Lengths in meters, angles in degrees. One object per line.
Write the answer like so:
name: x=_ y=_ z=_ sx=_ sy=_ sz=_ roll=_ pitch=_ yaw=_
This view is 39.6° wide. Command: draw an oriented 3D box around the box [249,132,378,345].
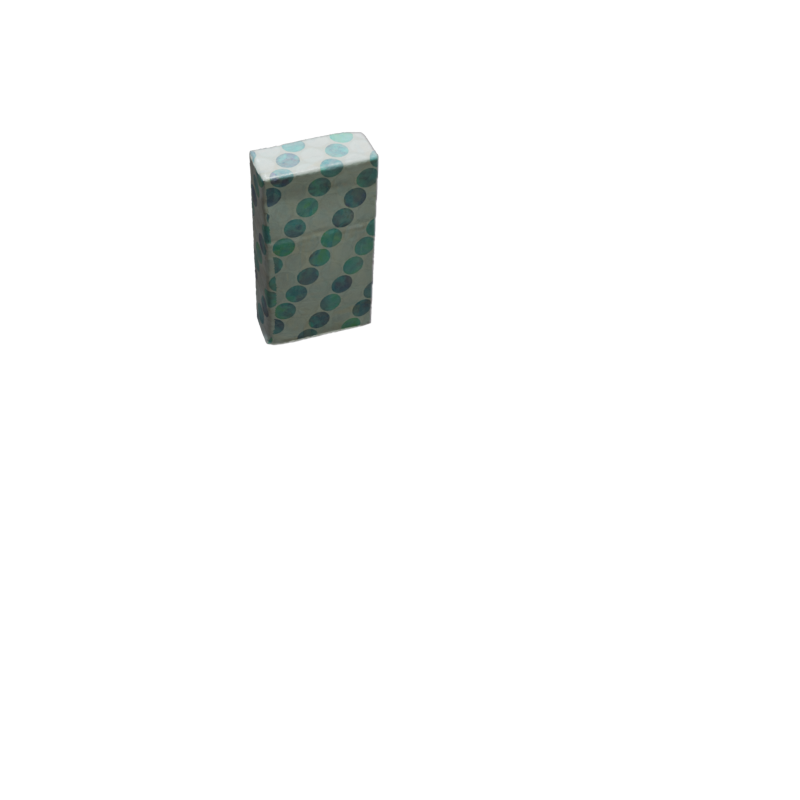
box: x=-0.069 y=-0.126 z=0.879 sx=0.092 sy=0.164 sz=0.052 roll=-12 pitch=44 yaw=-17
